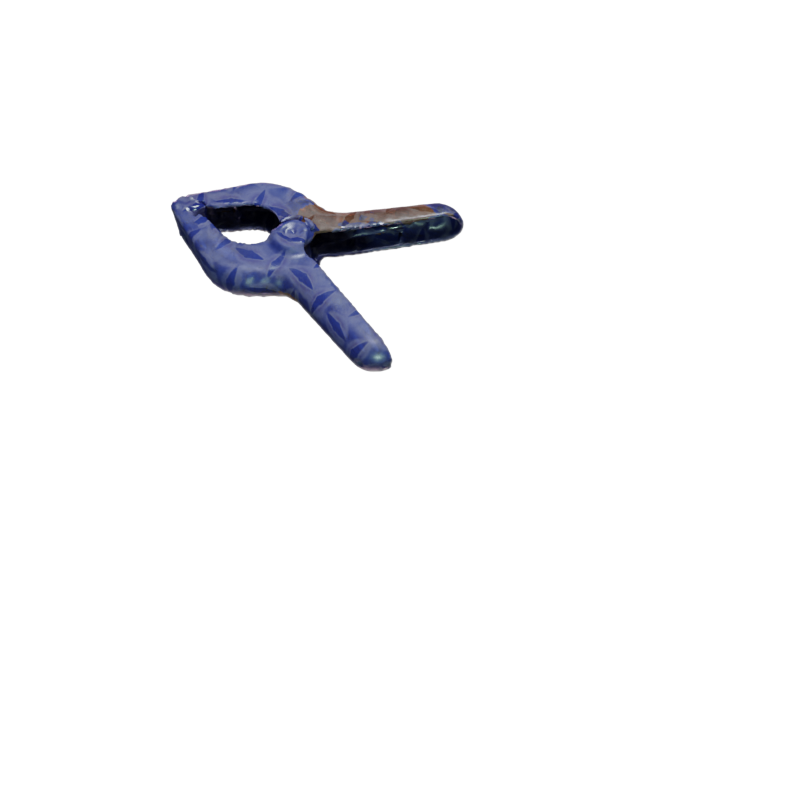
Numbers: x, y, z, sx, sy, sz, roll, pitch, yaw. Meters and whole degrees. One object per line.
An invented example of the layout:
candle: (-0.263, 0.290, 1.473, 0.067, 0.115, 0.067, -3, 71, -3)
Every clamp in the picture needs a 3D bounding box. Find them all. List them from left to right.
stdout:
clamp: (-0.051, -0.093, 0.654, 0.180, 0.036, 0.123, 27, 53, 22)
